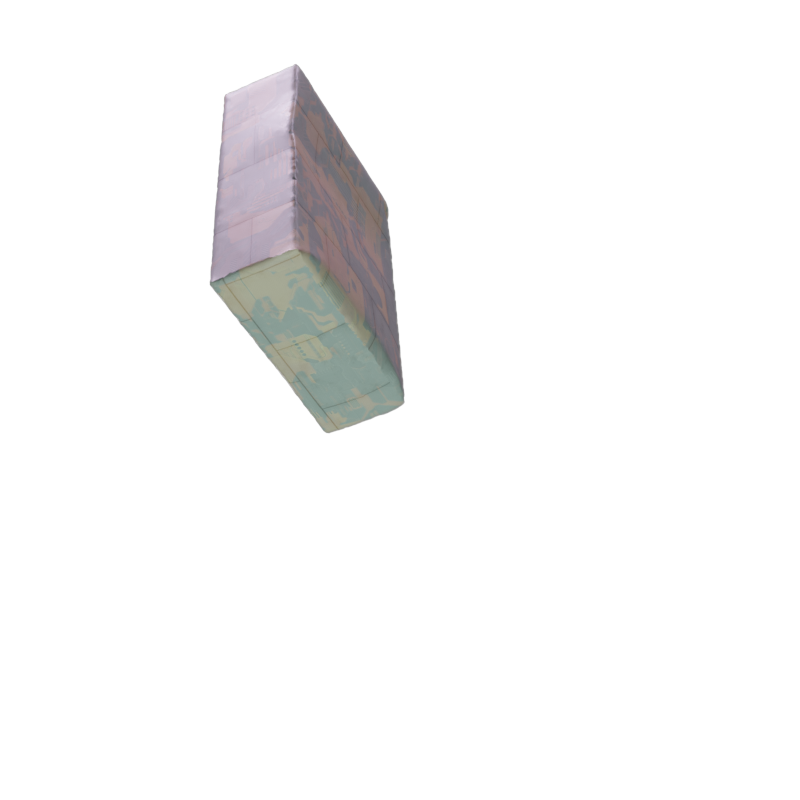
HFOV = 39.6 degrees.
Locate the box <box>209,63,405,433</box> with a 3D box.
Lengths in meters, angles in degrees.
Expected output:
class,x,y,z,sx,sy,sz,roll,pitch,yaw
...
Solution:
class,x,y,z,sx,sy,sz,roll,pitch,yaw
box,-0.062,-0.113,0.790,0.072,0.230,0.152,-21,-48,16
